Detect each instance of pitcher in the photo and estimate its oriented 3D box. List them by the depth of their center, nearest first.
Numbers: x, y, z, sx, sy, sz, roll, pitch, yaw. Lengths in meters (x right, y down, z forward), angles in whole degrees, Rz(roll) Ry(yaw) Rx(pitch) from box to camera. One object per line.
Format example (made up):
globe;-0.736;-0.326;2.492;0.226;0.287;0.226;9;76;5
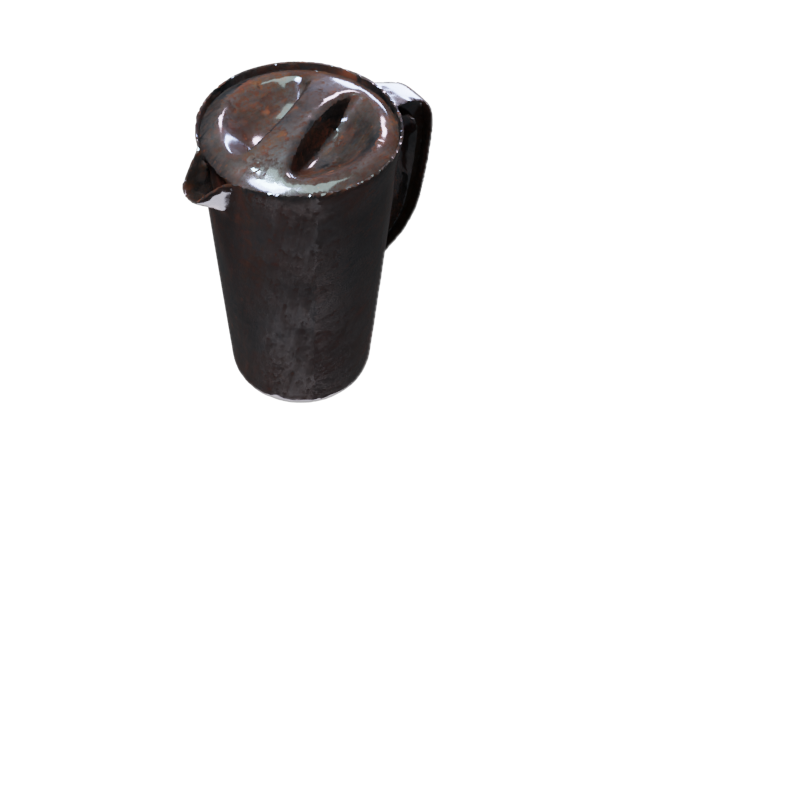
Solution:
pitcher;-0.062;-0.113;0.792;0.150;0.154;0.227;8;-39;3
